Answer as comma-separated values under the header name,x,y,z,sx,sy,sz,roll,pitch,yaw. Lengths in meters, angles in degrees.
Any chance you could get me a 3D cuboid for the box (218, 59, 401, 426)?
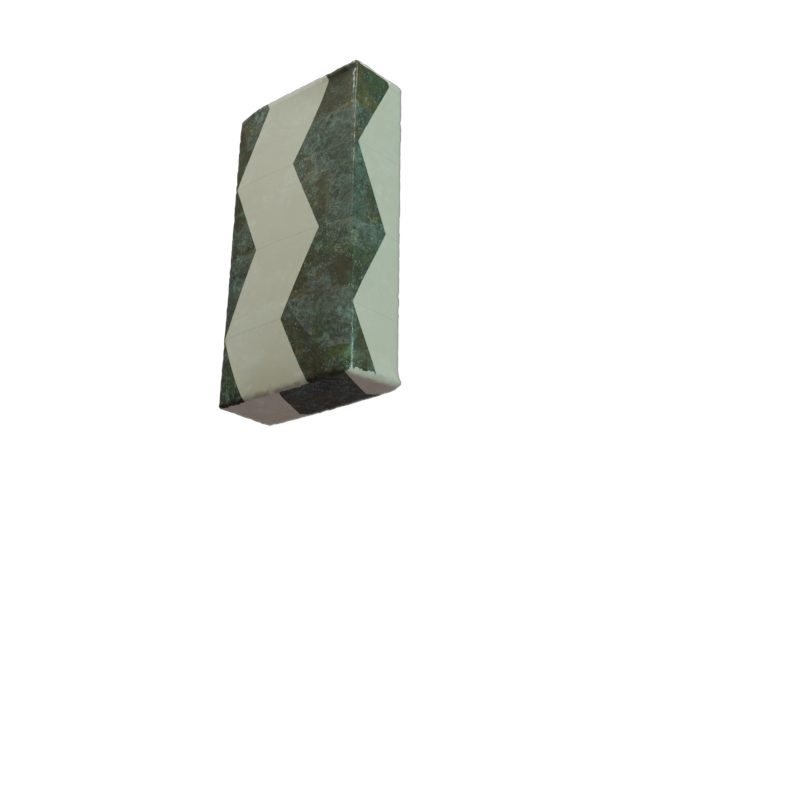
name,x,y,z,sx,sy,sz,roll,pitch,yaw
box,-0.046,-0.083,0.584,0.094,0.186,0.045,-20,-29,36
